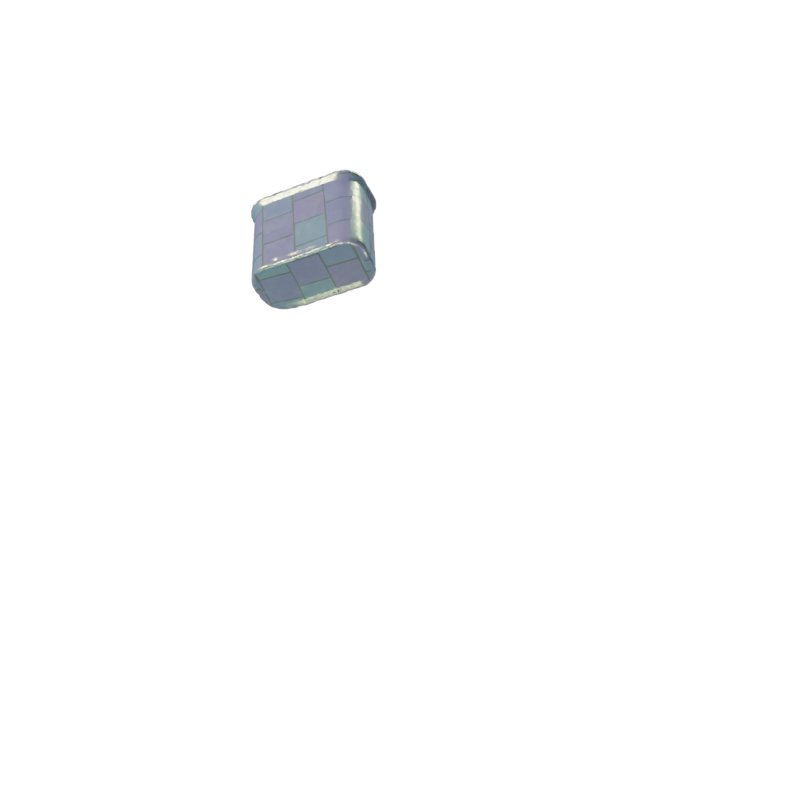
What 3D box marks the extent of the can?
[{"bbox_3d":[-0.069,-0.127,0.888,0.103,0.090,0.053,-18,-46,16],"label":"can"}]
